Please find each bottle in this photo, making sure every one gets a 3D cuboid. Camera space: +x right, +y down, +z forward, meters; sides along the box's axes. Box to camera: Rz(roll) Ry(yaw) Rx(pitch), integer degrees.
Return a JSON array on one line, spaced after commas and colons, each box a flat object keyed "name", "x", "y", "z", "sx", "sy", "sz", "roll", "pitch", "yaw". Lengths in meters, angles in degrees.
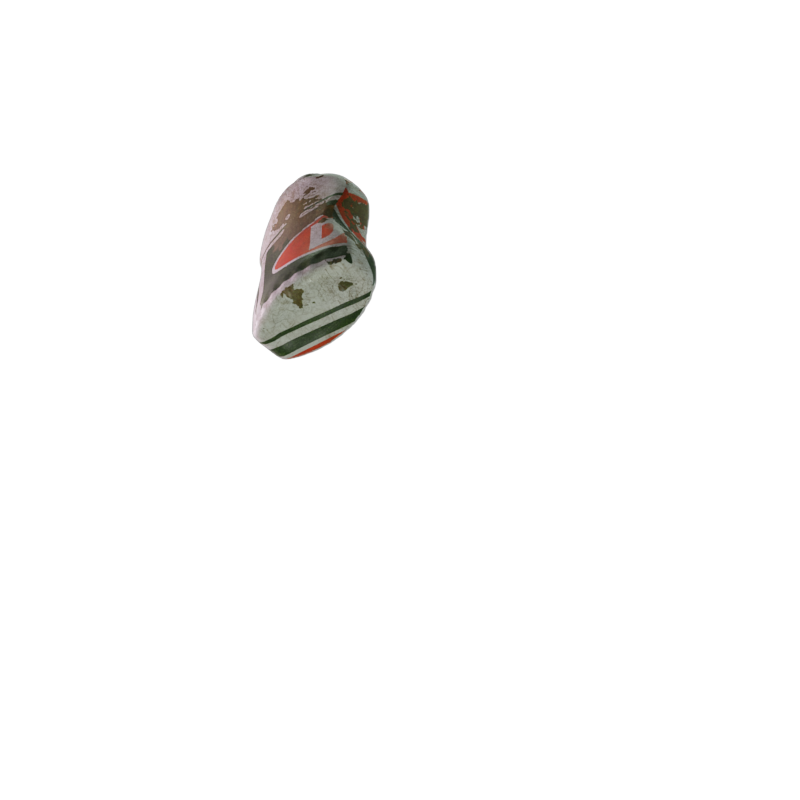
[{"name": "bottle", "x": -0.065, "y": -0.119, "z": 0.836, "sx": 0.095, "sy": 0.205, "sz": 0.055, "roll": -40, "pitch": -60, "yaw": 23}]
